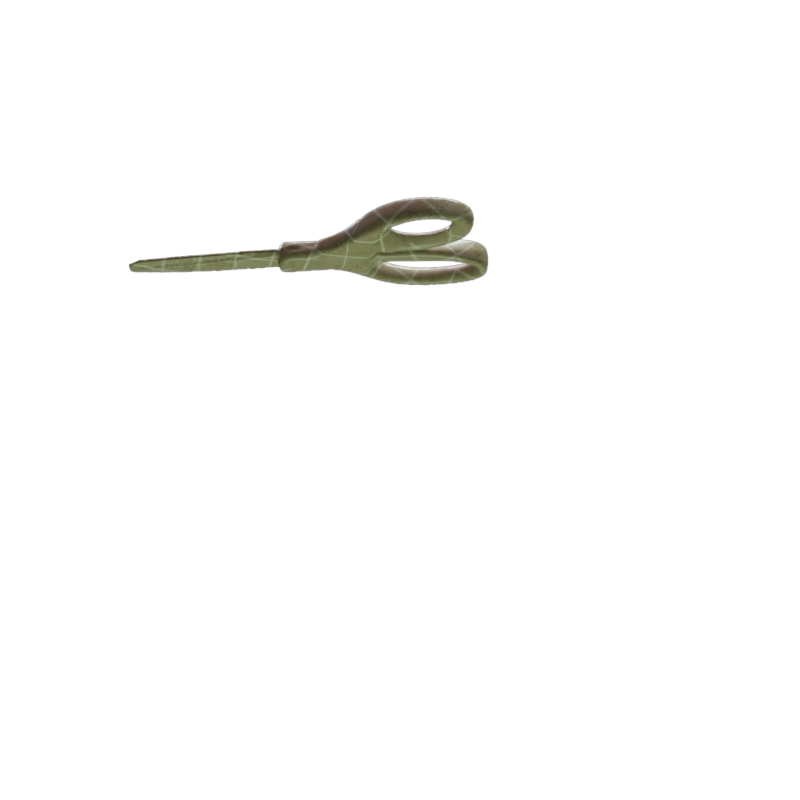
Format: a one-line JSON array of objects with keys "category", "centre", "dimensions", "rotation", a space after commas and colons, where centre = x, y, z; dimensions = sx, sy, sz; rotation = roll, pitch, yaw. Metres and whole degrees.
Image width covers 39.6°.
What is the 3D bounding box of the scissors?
[{"category": "scissors", "centre": [-0.047, -0.086, 0.604], "dimensions": [0.200, 0.017, 0.092], "rotation": [3, -21, -7]}]
